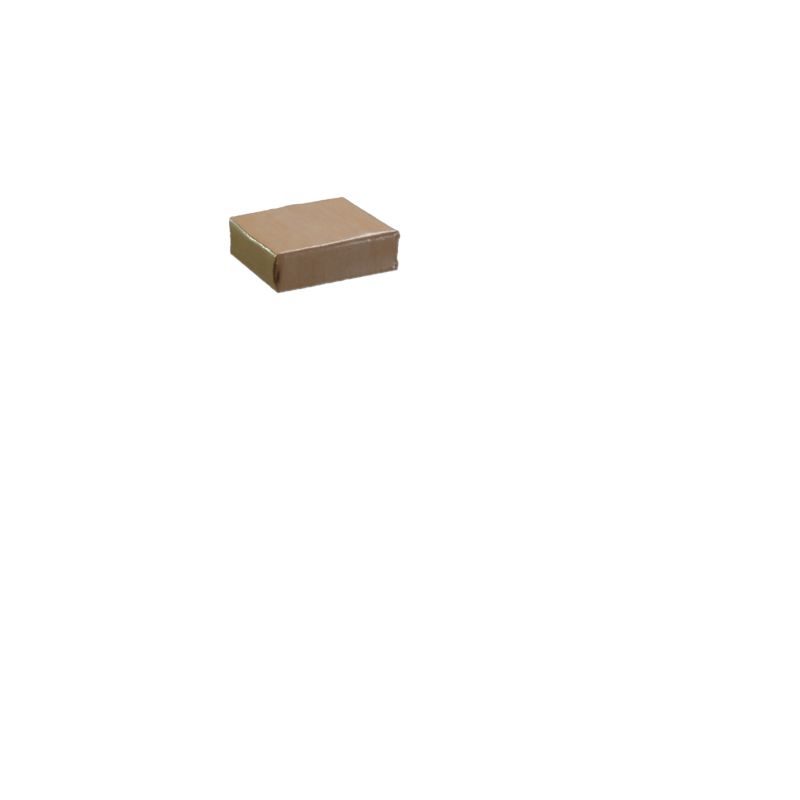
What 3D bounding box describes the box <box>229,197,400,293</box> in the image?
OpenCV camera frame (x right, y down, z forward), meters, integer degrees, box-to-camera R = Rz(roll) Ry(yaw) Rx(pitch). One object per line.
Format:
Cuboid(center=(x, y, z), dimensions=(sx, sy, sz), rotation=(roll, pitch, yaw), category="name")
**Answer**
Cuboid(center=(-0.056, -0.102, 0.715), dimensions=(0.088, 0.029, 0.078), rotation=(-15, 31, -26), category="box")
